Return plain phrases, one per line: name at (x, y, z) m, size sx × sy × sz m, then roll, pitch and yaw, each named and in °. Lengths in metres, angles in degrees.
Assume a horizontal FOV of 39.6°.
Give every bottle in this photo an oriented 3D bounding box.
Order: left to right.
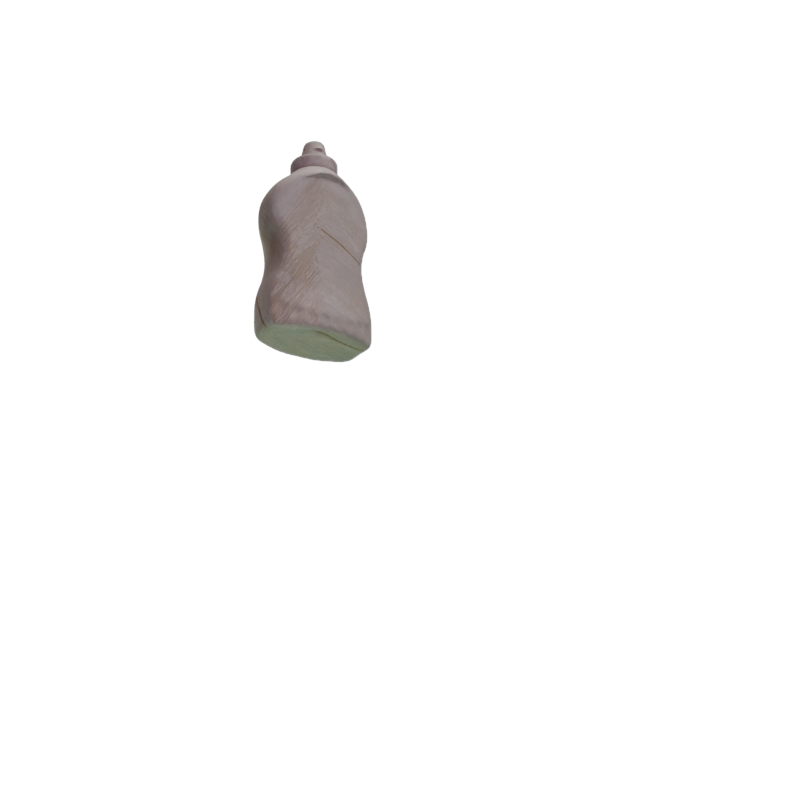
bottle at (-0.072, -0.132, 0.925) m, size 0.092 × 0.203 × 0.057 m, roll 13°, pitch -31°, yaw -27°
